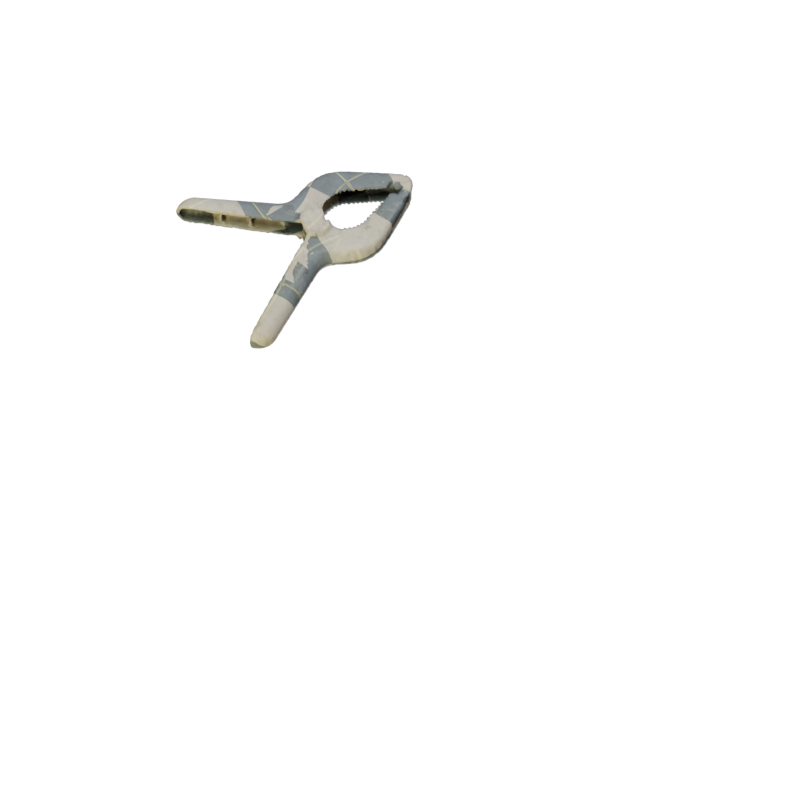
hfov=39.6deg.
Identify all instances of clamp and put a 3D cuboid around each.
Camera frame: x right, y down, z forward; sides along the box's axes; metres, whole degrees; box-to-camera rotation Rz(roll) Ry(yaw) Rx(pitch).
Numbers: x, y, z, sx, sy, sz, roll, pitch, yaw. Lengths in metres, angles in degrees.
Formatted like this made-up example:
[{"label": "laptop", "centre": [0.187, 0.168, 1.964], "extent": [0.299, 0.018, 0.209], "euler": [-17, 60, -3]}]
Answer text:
[{"label": "clamp", "centre": [-0.078, -0.142, 0.993], "extent": [0.209, 0.176, 0.034], "euler": [-20, -27, -11]}]
